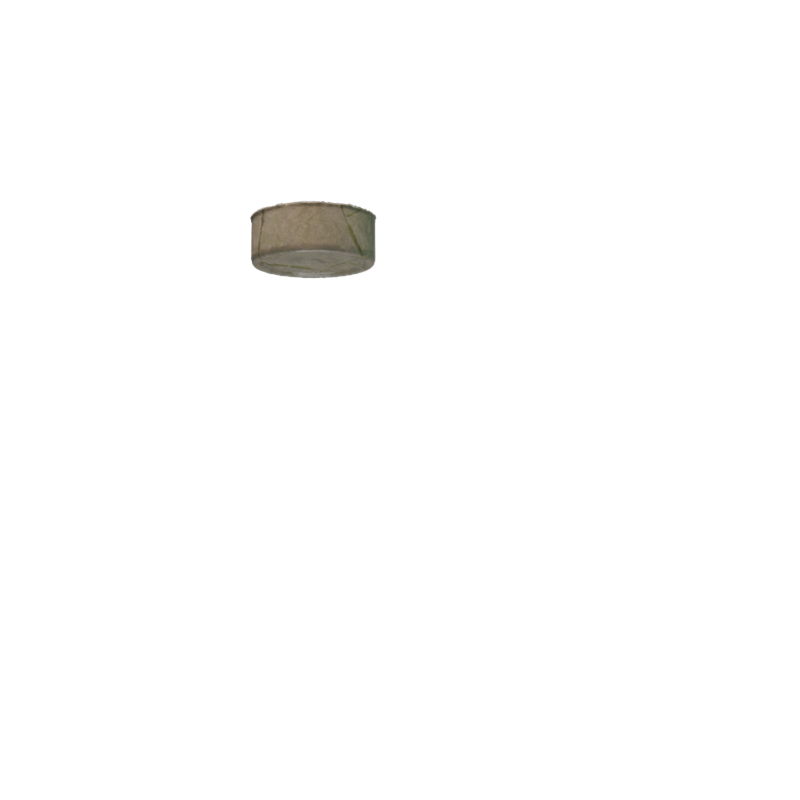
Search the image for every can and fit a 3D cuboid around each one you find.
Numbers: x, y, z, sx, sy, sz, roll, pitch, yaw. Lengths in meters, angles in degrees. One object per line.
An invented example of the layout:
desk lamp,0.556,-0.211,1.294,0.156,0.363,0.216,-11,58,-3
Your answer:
can,-0.059,-0.107,0.752,0.086,0.034,0.084,0,-7,-2
